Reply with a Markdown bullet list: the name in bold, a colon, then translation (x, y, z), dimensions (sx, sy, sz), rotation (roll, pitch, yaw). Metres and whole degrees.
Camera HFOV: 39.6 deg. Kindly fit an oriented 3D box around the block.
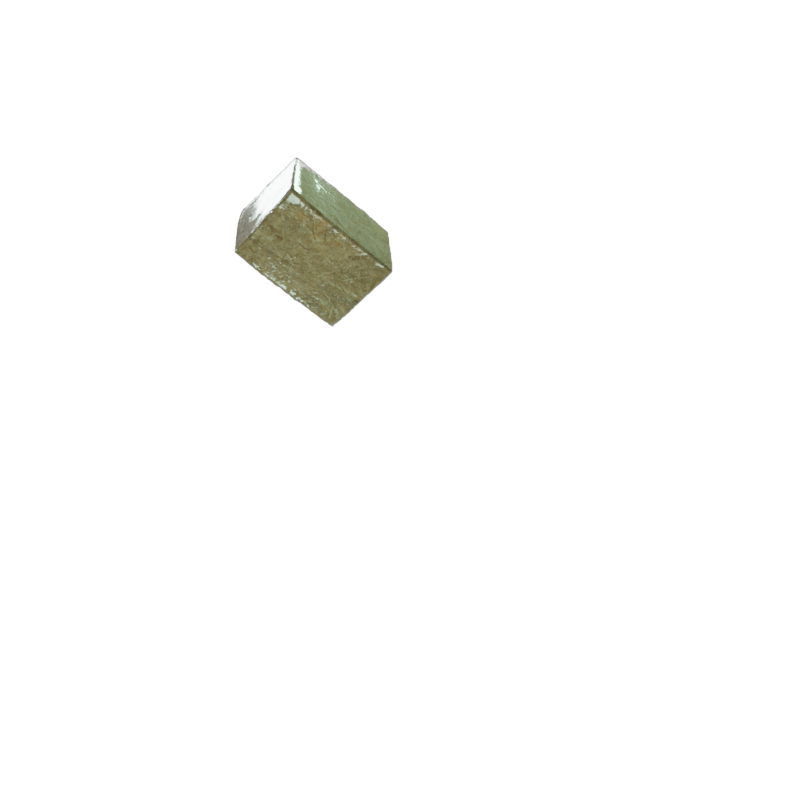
- **block**: translation (-0.051, -0.092, 0.645), dimensions (0.074, 0.052, 0.054), rotation (38, 23, -22)
